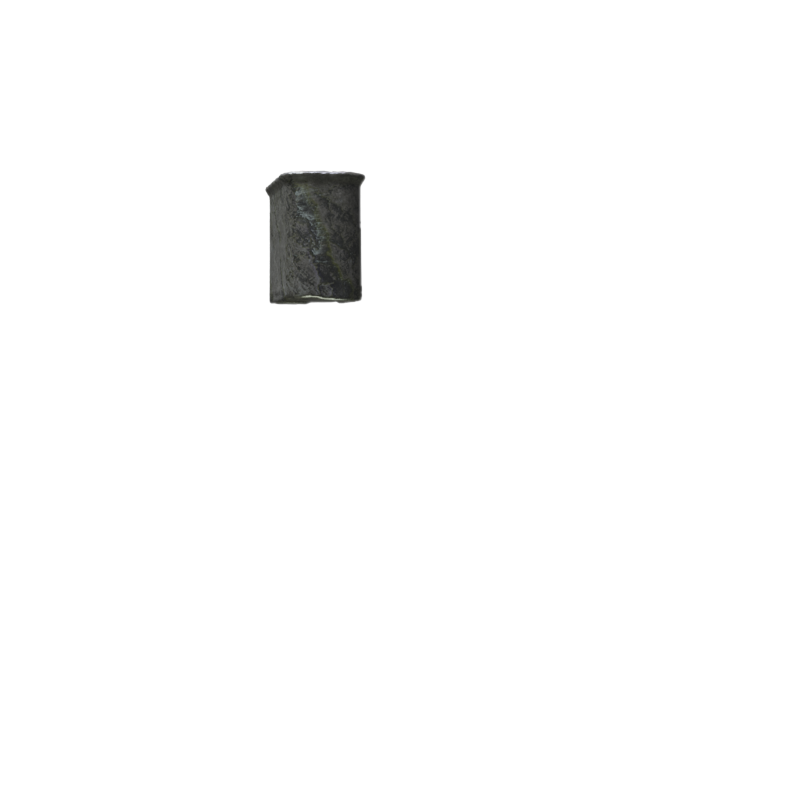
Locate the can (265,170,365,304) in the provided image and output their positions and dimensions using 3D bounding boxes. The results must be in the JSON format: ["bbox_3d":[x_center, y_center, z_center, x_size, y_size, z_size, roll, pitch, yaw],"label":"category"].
[{"bbox_3d":[-0.060,-0.109,0.761,0.056,0.084,0.103,0,0,-14],"label":"can"}]
